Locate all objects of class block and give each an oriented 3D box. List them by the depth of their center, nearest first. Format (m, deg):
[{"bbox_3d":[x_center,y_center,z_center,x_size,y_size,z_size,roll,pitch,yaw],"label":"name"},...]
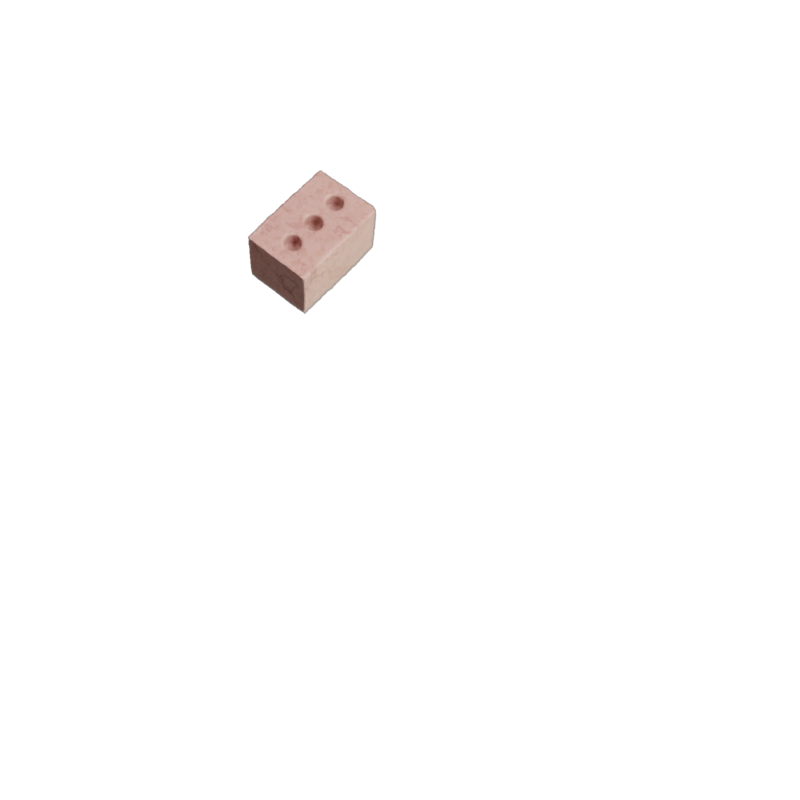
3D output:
[{"bbox_3d":[-0.061,-0.110,0.774,0.055,0.079,0.048,36,-25,16],"label":"block"}]
